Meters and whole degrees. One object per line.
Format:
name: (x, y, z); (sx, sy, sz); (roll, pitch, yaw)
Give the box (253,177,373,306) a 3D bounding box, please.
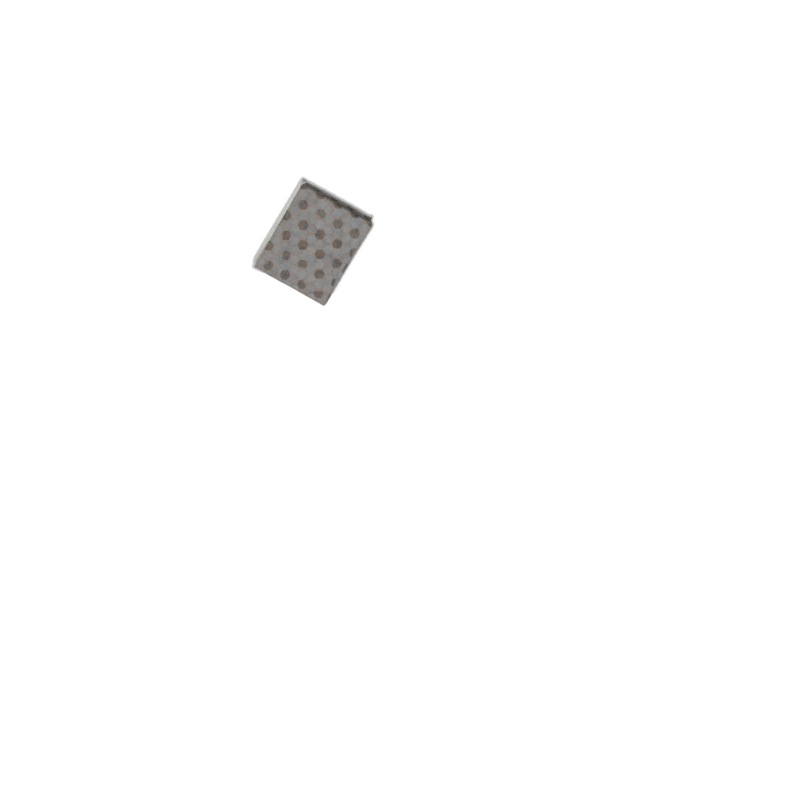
box: (-0.076, -0.139, 0.975); (0.072, 0.088, 0.031); (29, 14, -9)
